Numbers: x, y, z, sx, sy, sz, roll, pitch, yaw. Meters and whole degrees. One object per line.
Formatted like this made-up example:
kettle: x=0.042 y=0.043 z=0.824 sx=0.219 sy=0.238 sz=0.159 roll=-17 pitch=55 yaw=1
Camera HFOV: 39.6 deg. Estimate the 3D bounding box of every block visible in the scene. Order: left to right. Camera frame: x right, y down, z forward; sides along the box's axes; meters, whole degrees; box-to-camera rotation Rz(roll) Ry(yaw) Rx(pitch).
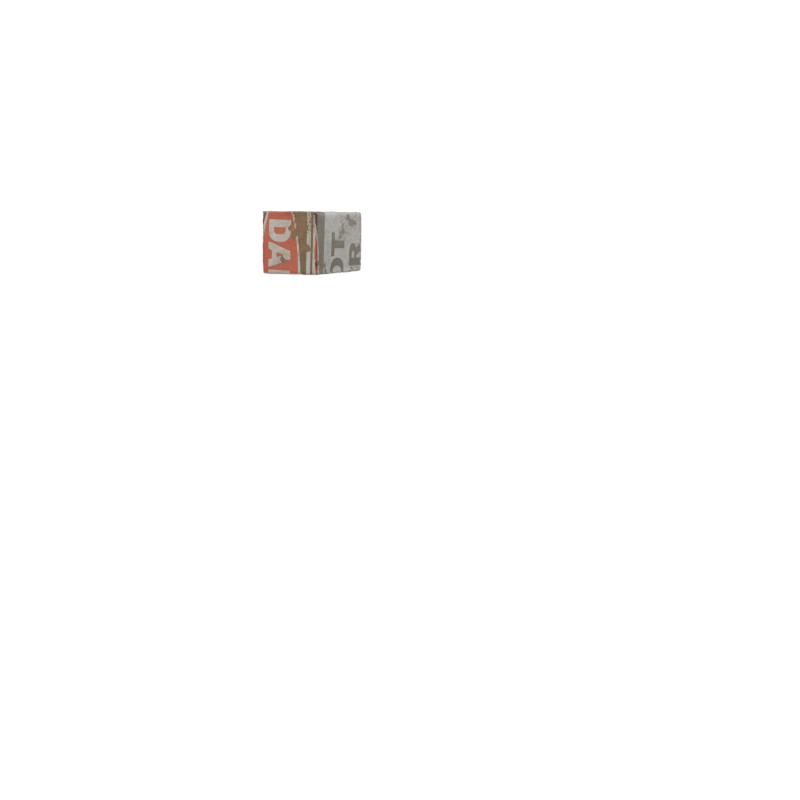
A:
block: x=-0.072 y=-0.131 z=0.919 sx=0.055 sy=0.051 sz=0.076 roll=3 pitch=7 yaw=27
